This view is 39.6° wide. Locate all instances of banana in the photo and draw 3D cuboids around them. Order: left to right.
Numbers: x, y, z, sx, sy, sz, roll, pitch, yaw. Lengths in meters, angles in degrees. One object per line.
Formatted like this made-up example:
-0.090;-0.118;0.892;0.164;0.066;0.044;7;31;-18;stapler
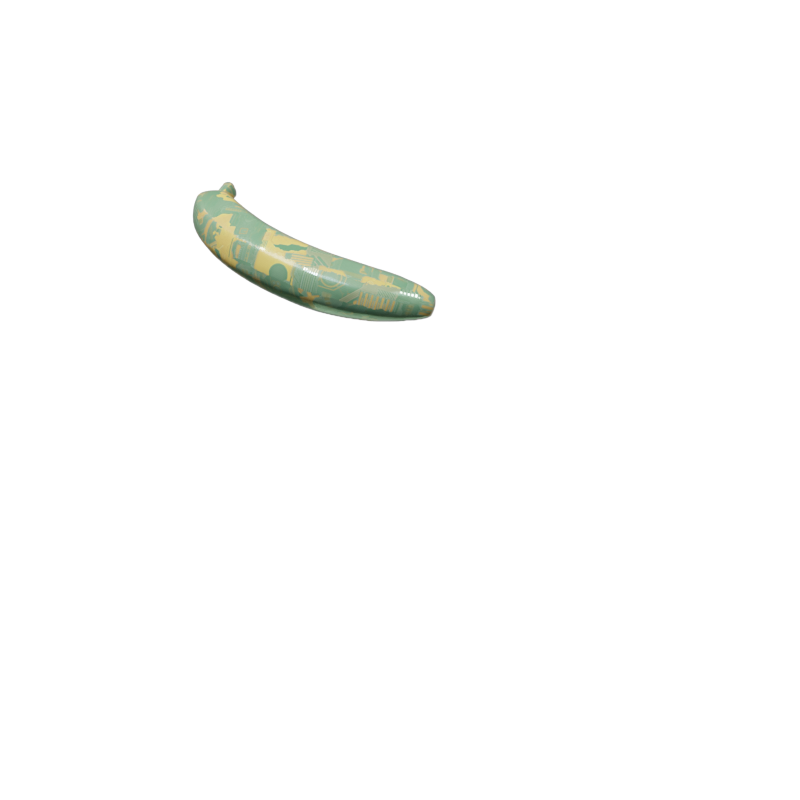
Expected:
-0.071;-0.094;0.698;0.070;0.034;0.211;-32;50;-32;banana
